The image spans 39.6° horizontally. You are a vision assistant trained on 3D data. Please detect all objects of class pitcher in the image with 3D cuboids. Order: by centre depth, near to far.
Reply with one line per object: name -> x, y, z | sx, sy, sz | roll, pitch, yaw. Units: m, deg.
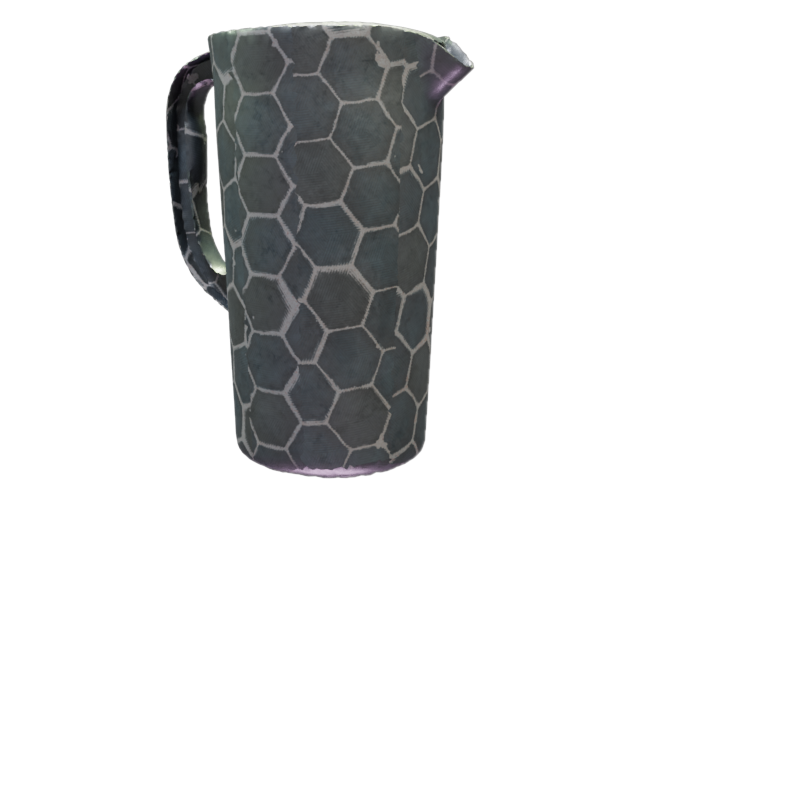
pitcher -> -0.049, -0.089, 0.626 | 0.142, 0.239, 0.155 | -2, 9, -19
